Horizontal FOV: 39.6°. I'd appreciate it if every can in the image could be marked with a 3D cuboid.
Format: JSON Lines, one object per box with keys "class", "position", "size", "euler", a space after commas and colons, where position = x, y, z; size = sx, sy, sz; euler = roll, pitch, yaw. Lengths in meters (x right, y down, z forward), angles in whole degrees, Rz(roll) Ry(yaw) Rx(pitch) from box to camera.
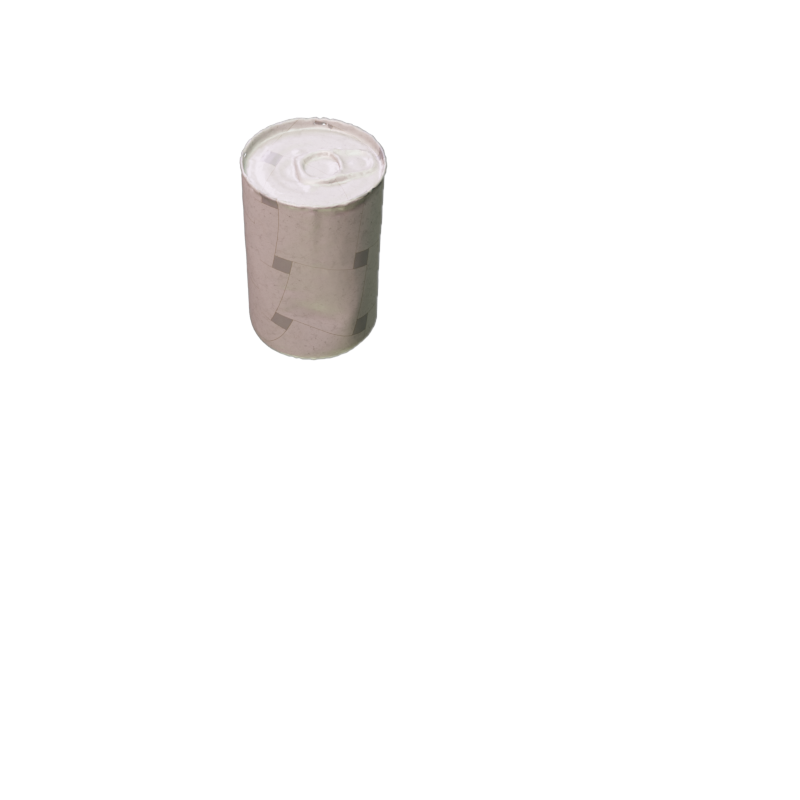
{"class": "can", "position": [-0.043, -0.078, 0.543], "size": [0.068, 0.074, 0.095], "euler": [0, -45, -3]}
